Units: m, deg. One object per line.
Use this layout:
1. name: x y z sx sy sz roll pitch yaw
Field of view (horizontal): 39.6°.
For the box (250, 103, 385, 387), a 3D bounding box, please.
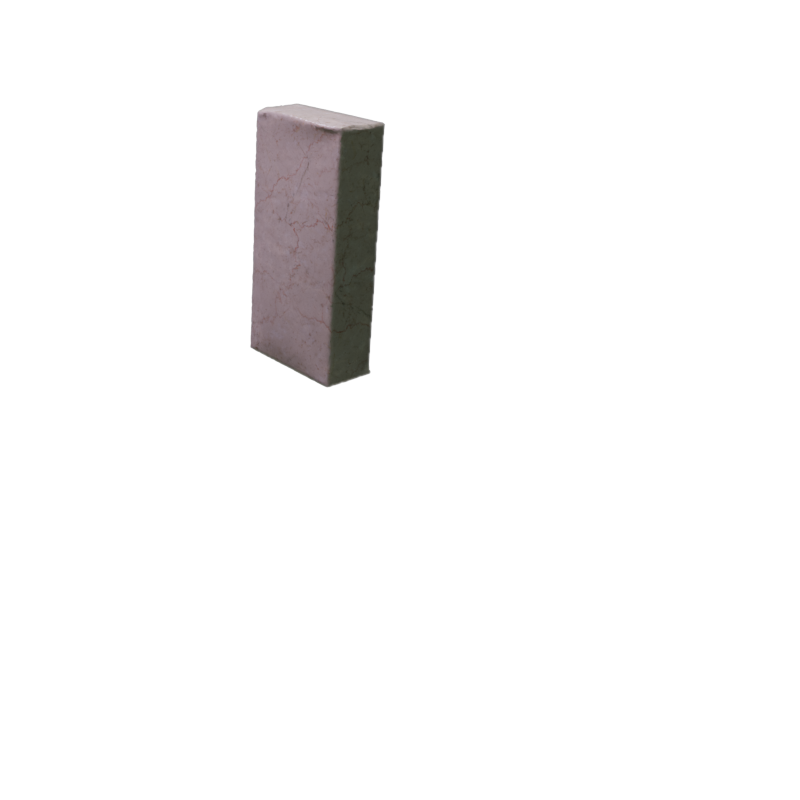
1. box: -0.060 -0.108 0.755 0.047 0.169 0.099 -13 23 -39
